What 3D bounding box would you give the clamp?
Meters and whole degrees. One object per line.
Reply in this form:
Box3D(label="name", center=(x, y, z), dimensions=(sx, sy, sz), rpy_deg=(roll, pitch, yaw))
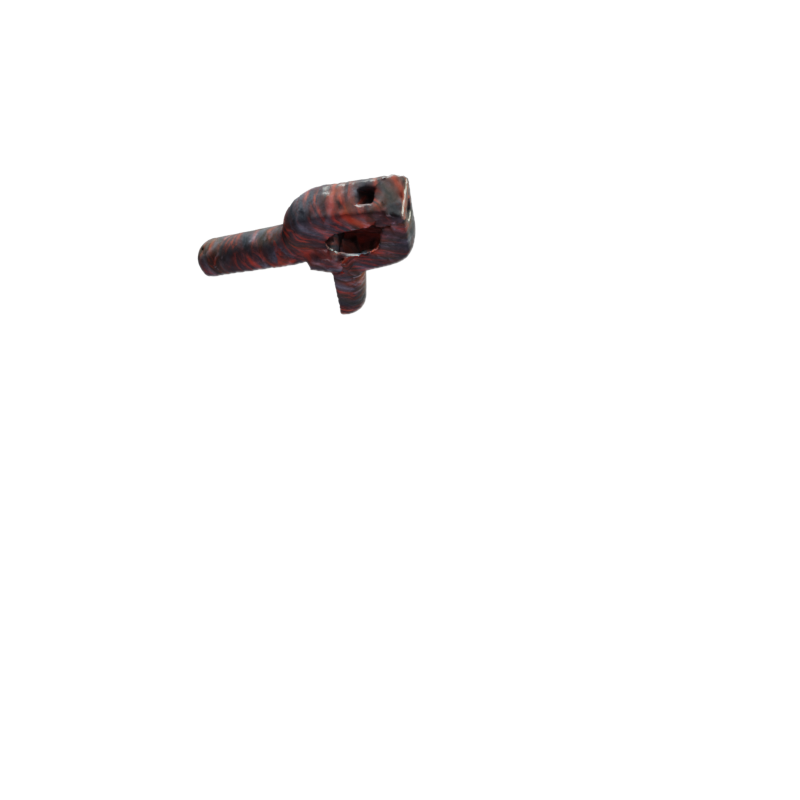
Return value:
Box3D(label="clamp", center=(-0.054, -0.098, 0.686), dimensions=(0.117, 0.041, 0.168), rpy_deg=(7, -19, -20))
